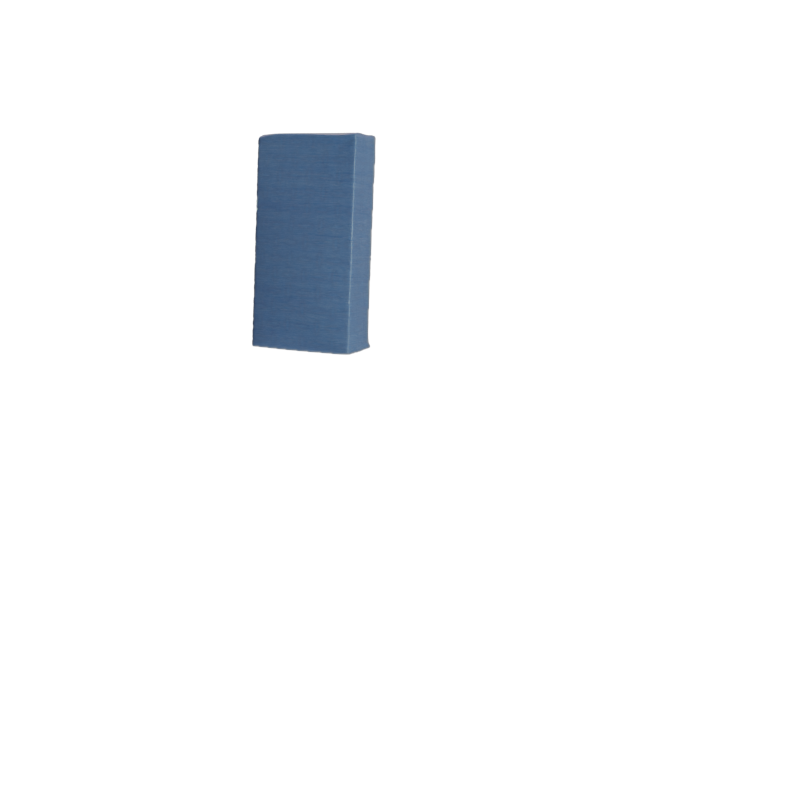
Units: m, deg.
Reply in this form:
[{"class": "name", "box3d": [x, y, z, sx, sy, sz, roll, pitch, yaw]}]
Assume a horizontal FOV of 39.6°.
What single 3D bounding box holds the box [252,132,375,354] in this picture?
[{"class": "box", "box3d": [-0.071, -0.129, 0.906, 0.096, 0.175, 0.047, 3, 4, 26]}]
